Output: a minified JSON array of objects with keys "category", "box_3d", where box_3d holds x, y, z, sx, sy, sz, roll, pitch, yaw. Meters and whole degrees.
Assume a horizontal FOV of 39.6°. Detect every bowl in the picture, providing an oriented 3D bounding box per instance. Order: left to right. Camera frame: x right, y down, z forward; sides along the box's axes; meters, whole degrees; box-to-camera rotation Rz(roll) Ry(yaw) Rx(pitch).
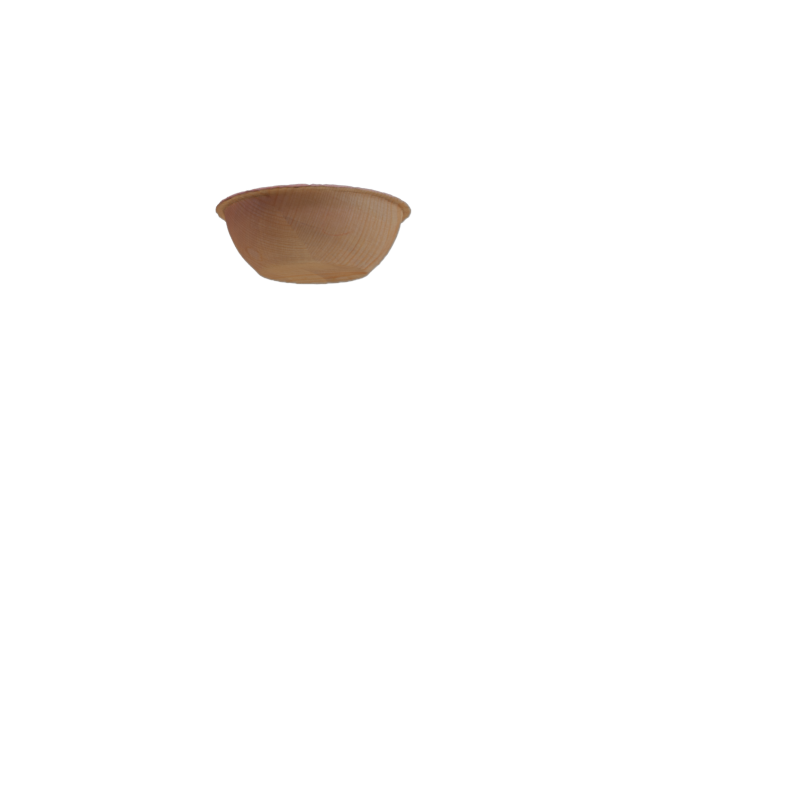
[{"category":"bowl","box_3d":[-0.071,-0.130,0.913,0.162,0.056,0.159,0,-6,-2]}]
